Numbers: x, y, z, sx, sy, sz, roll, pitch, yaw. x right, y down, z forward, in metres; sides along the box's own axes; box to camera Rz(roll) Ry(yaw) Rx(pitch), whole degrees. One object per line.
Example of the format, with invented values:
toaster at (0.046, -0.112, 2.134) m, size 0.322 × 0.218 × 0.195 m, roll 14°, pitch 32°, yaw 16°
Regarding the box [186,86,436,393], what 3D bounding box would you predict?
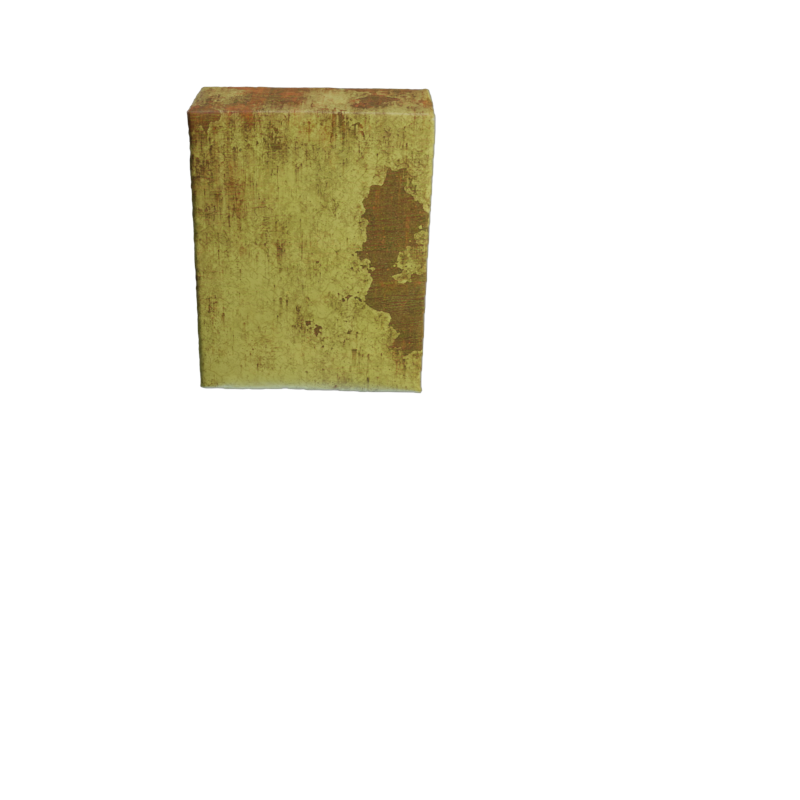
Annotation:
box at (-0.062, -0.113, 0.788) m, size 0.164 × 0.202 × 0.076 m, roll 2°, pitch 26°, yaw 1°
